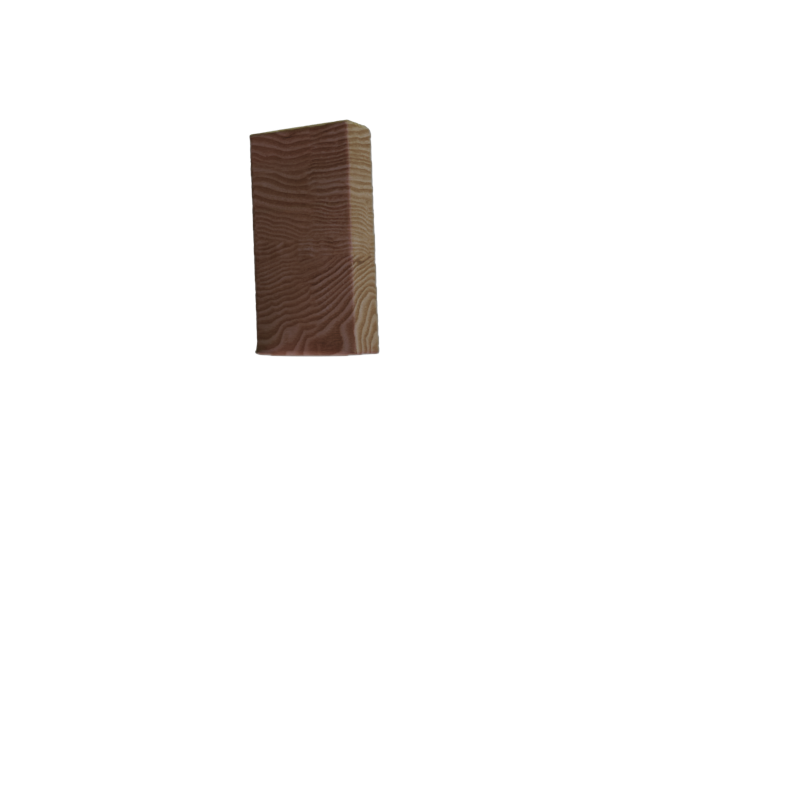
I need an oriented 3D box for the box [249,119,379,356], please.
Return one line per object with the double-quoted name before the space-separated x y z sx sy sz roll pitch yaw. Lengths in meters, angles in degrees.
"box" -0.067 -0.122 0.857 0.096 0.179 0.046 -3 -7 30
